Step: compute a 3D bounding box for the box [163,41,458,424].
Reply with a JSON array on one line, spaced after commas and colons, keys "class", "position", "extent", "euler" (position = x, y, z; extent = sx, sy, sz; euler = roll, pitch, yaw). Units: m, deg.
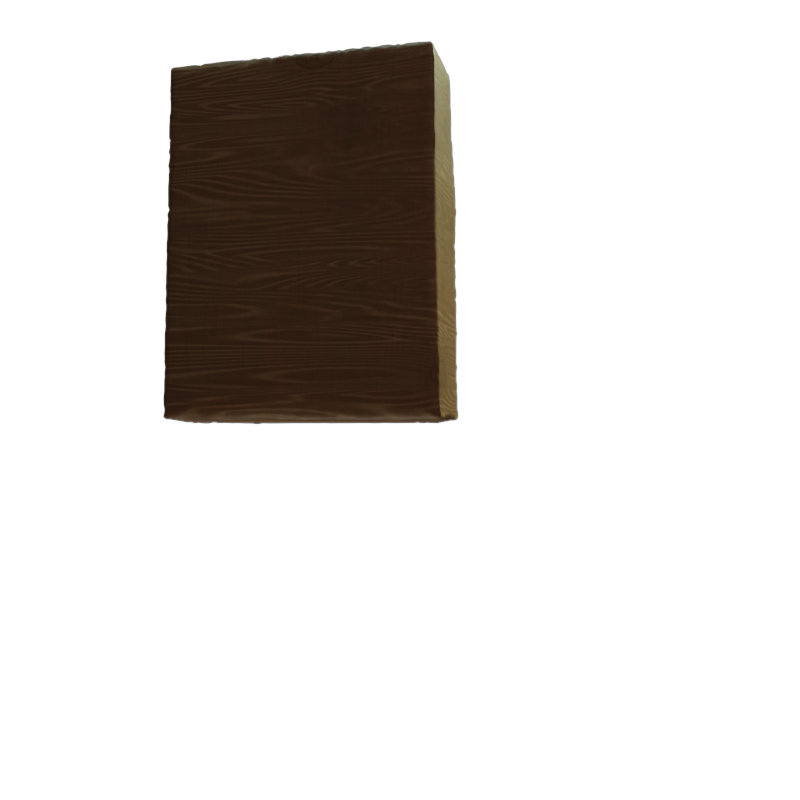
[{"class": "box", "position": [-0.052, -0.094, 0.661], "extent": [0.167, 0.219, 0.069], "euler": [-2, -9, 15]}]
